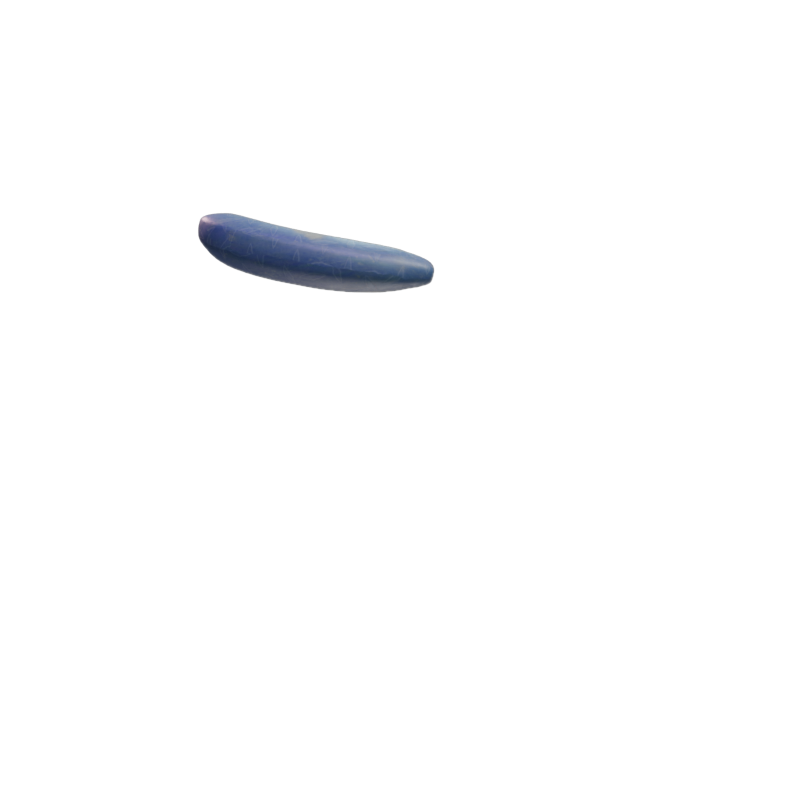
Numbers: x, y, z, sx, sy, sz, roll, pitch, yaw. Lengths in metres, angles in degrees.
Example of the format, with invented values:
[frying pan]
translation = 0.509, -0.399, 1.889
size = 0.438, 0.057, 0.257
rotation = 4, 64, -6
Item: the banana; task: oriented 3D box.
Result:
[banana]
translation = -0.075, -0.107, 0.781
size = 0.208, 0.035, 0.070
rotation = 19, 32, 31
